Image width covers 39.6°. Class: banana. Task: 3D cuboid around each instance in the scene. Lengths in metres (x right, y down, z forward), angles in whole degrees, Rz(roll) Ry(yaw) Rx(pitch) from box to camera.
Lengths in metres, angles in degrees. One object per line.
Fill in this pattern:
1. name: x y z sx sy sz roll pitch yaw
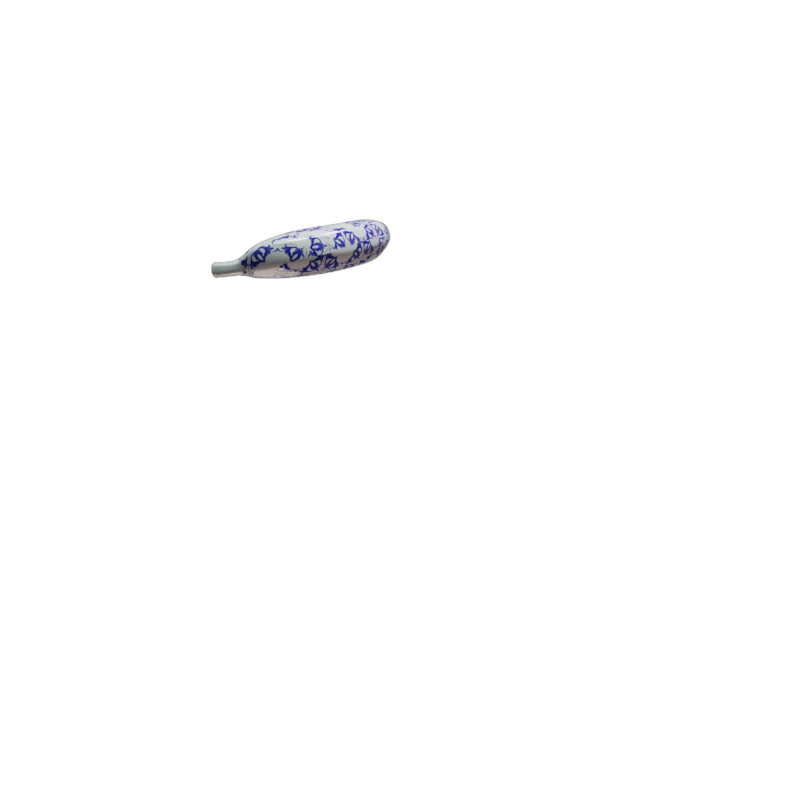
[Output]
1. banana: -0.060 -0.126 0.900 0.073 0.036 0.194 13 21 39
